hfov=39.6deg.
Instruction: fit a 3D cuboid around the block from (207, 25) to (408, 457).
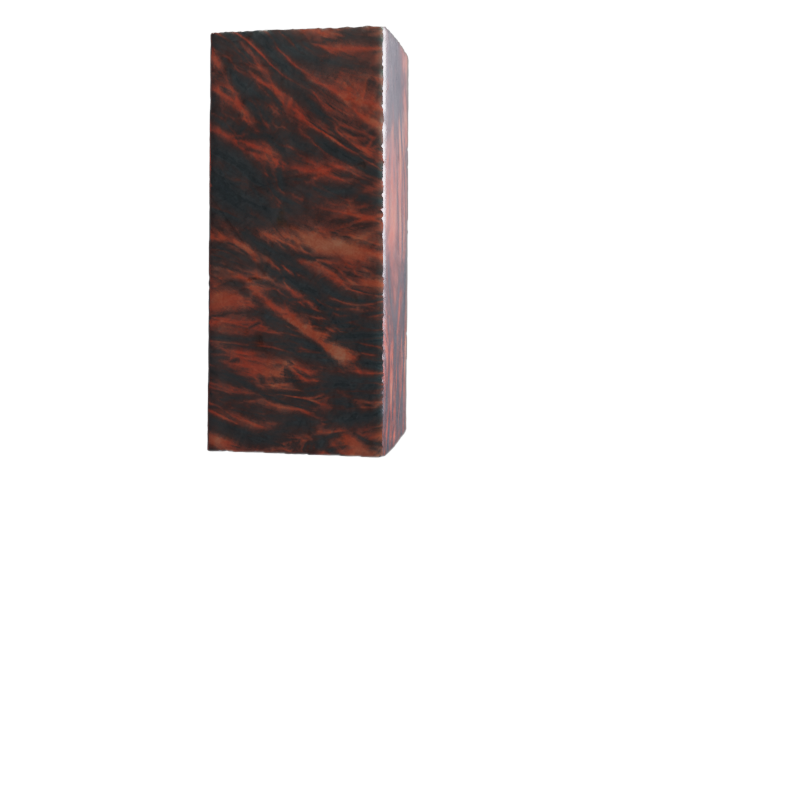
[{"bbox_3d":[-0.045,-0.082,0.577,0.092,0.206,0.089,0,0,10],"label":"block"}]
